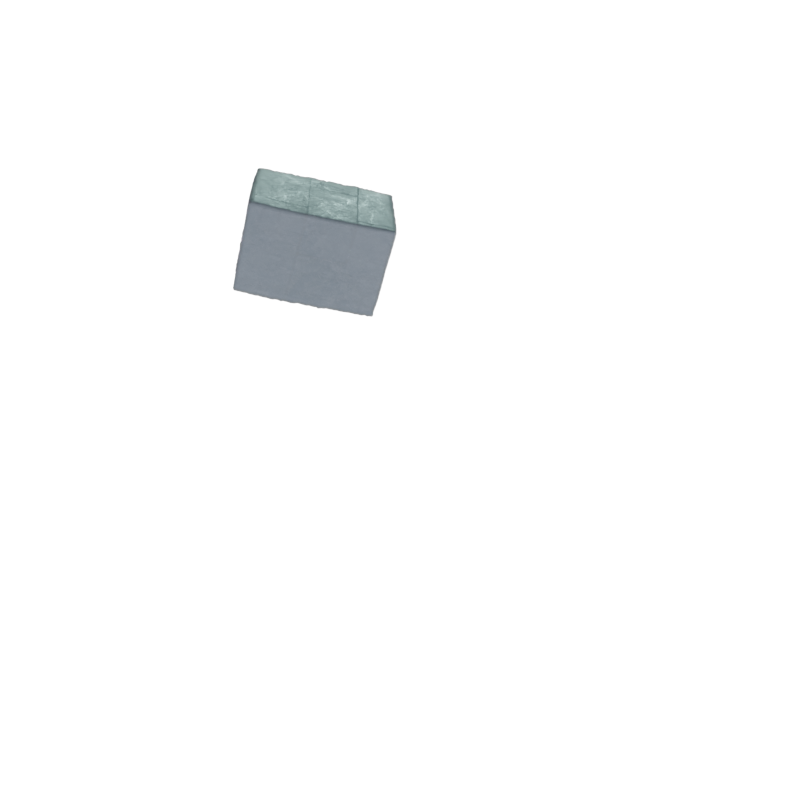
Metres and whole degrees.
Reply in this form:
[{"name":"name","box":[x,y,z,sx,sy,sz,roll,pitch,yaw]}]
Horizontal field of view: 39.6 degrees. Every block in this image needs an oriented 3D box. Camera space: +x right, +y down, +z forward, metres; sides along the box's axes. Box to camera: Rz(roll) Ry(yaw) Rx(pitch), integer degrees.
[{"name":"block","box":[-0.046,-0.084,0.591,0.077,0.050,0.054,11,28,-7]}]
